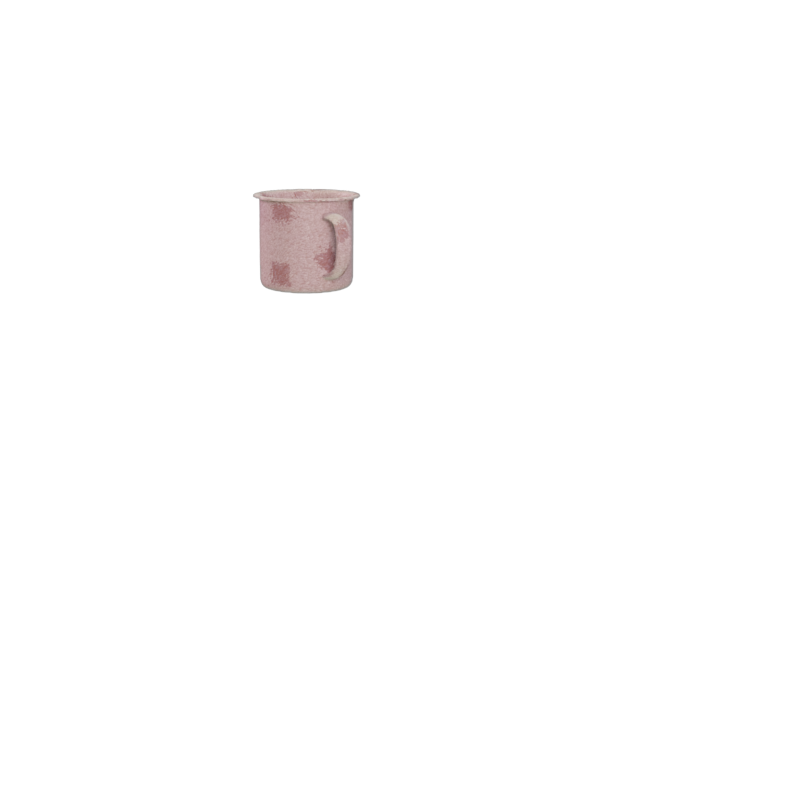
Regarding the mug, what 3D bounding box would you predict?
[{"bbox_3d":[-0.075,-0.136,0.954,0.091,0.079,0.124,-8,16,-32],"label":"mug"}]
